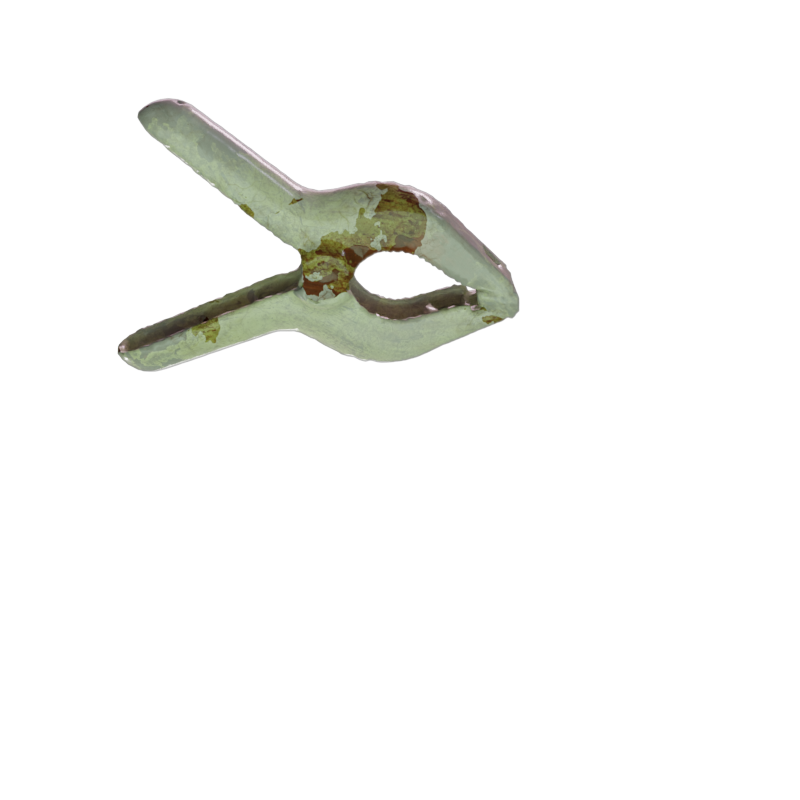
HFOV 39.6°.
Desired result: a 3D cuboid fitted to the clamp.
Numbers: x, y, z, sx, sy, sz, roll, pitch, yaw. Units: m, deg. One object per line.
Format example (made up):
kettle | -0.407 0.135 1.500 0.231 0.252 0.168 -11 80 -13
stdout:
clamp | -0.036 -0.066 0.461 0.171 0.113 0.042 0 30 0
